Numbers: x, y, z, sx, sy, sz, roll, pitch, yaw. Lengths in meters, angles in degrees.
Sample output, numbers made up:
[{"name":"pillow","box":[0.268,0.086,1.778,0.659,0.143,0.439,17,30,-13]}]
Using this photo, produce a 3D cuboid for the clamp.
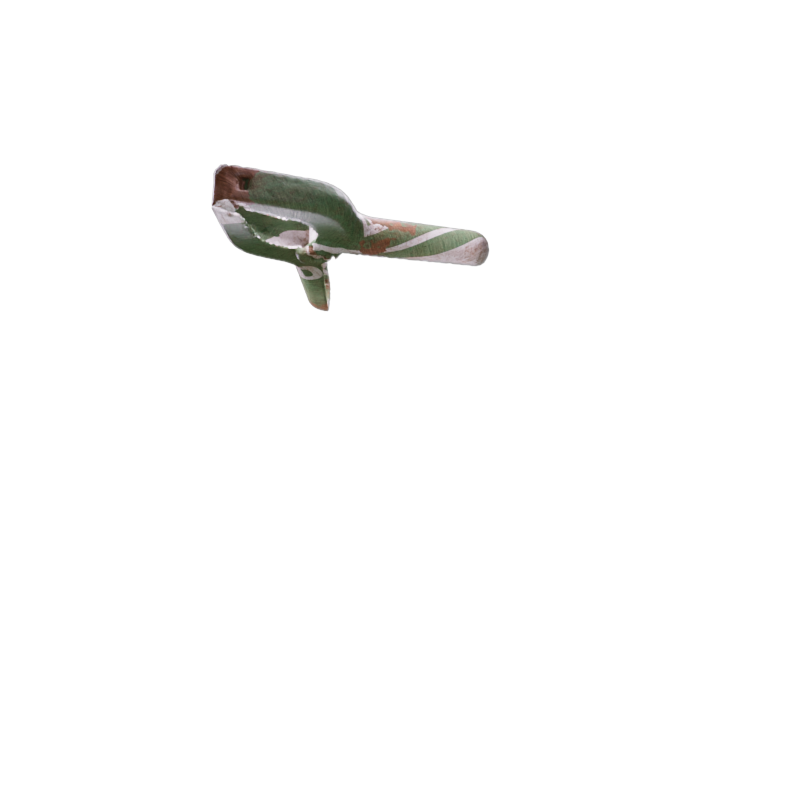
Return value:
[{"name":"clamp","box":[-0.063,-0.114,0.799,0.198,0.038,0.166,17,-25,-41]}]
